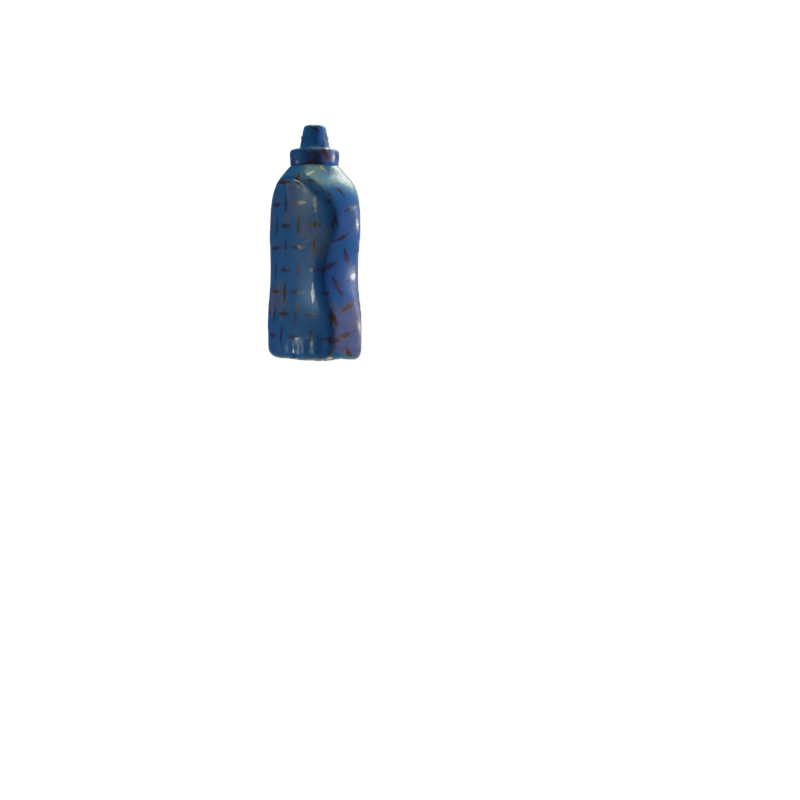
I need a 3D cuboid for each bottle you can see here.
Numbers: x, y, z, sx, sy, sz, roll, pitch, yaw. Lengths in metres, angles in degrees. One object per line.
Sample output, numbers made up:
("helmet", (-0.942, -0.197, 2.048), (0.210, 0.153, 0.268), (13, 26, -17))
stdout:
("bottle", (-0.071, -0.130, 0.913), (0.056, 0.192, 0.099), (1, -1, -35))
